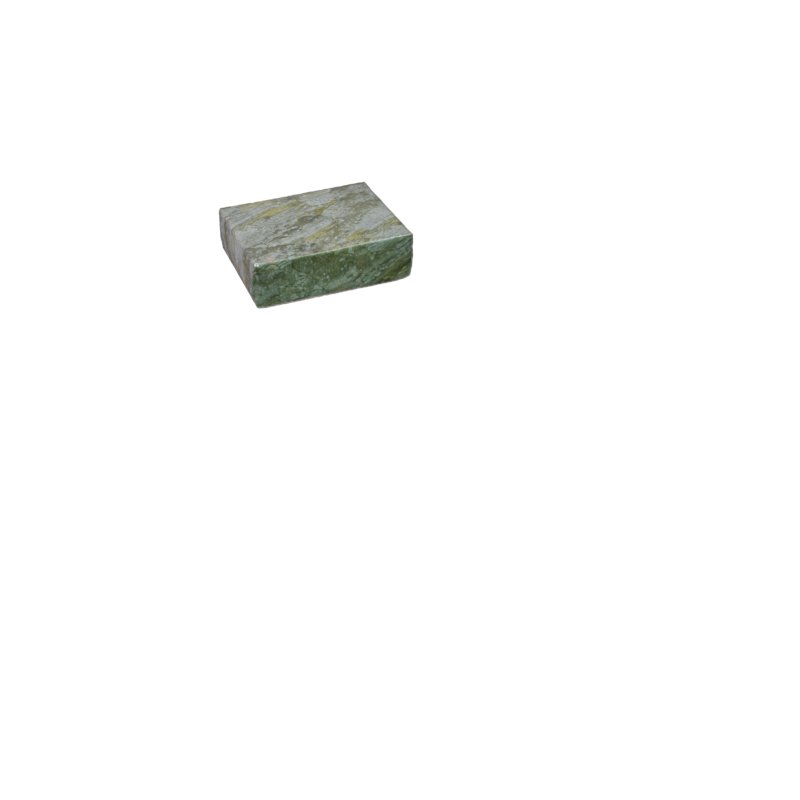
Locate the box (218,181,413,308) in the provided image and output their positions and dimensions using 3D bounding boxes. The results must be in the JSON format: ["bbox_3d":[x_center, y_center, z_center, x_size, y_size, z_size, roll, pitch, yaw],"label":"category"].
[{"bbox_3d":[-0.059,-0.108,0.759,0.112,0.036,0.097,-12,36,-17],"label":"box"}]
